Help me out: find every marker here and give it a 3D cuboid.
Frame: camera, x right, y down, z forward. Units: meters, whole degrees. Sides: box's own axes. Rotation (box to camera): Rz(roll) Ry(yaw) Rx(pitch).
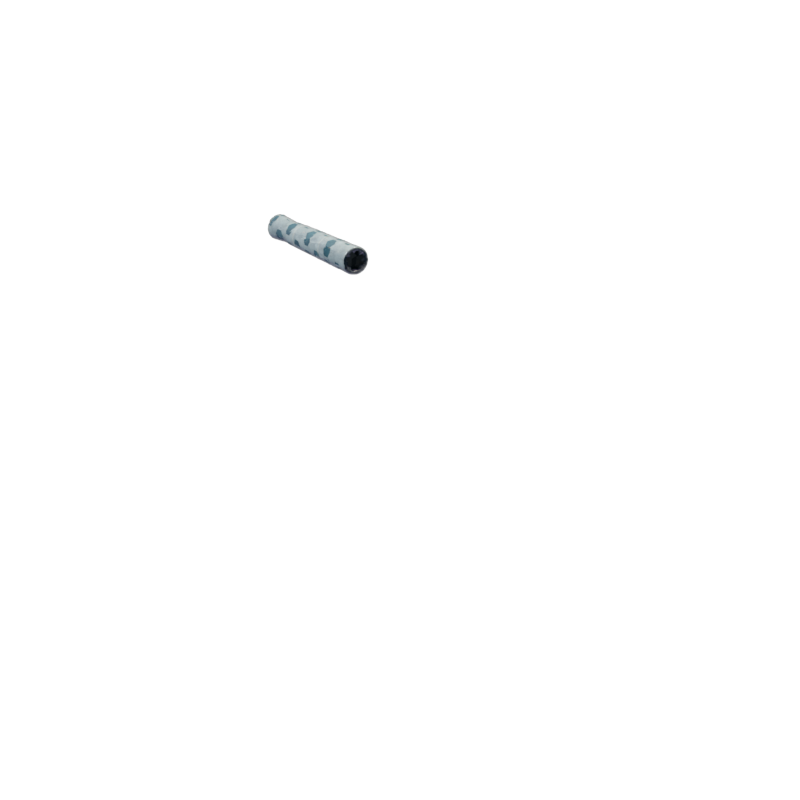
[{"bbox_3d":[-0.060,-0.109,0.760,0.019,0.019,0.129,-2,19,-30],"label":"marker"}]
